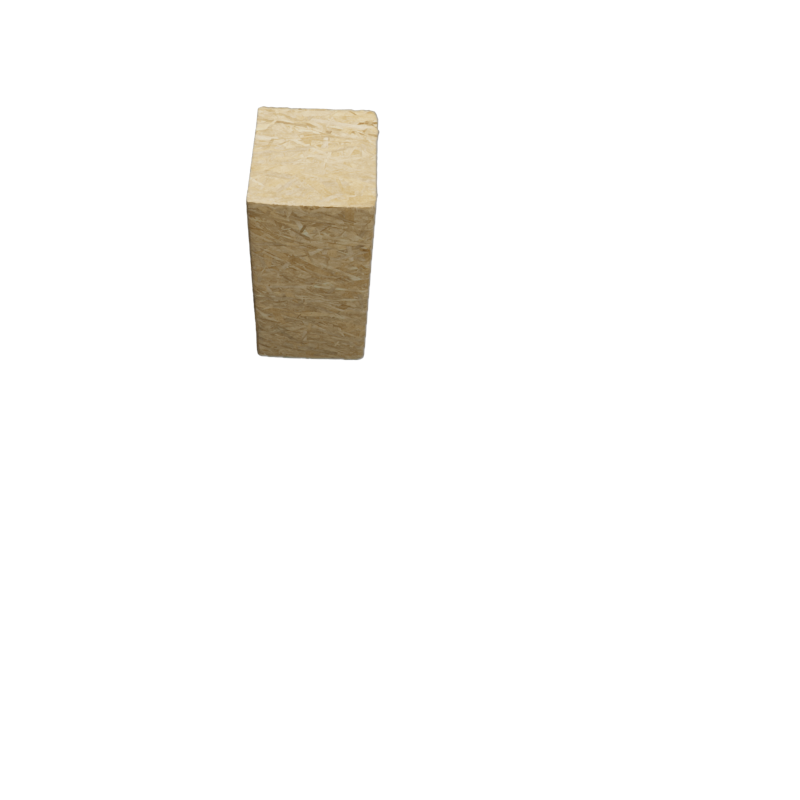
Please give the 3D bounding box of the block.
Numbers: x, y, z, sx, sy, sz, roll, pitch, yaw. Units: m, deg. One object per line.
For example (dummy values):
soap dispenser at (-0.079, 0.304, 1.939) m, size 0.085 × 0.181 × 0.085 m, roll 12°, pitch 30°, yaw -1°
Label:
block at (-0.066, -0.122, 0.854) m, size 0.090 × 0.097 × 0.193 m, roll 3°, pitch -32°, yaw -2°
